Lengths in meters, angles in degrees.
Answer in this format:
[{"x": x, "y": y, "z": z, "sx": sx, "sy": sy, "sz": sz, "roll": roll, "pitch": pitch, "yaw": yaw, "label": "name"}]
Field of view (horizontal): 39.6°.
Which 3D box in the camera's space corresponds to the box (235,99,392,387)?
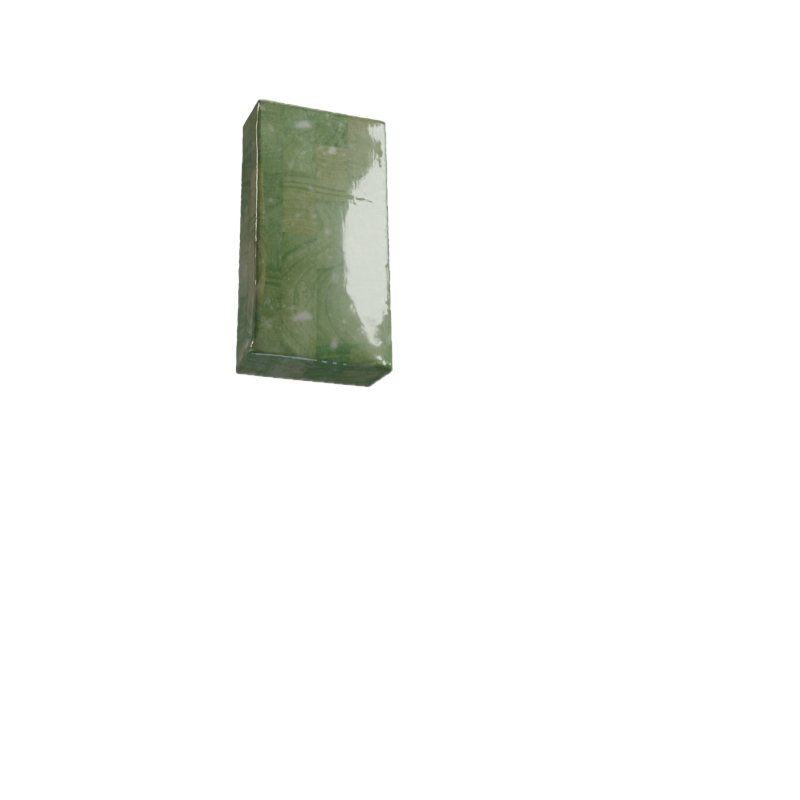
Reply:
[{"x": -0.056, "y": -0.102, "z": 0.715, "sx": 0.091, "sy": 0.186, "sz": 0.047, "roll": 7, "pitch": -25, "yaw": -19, "label": "box"}]
